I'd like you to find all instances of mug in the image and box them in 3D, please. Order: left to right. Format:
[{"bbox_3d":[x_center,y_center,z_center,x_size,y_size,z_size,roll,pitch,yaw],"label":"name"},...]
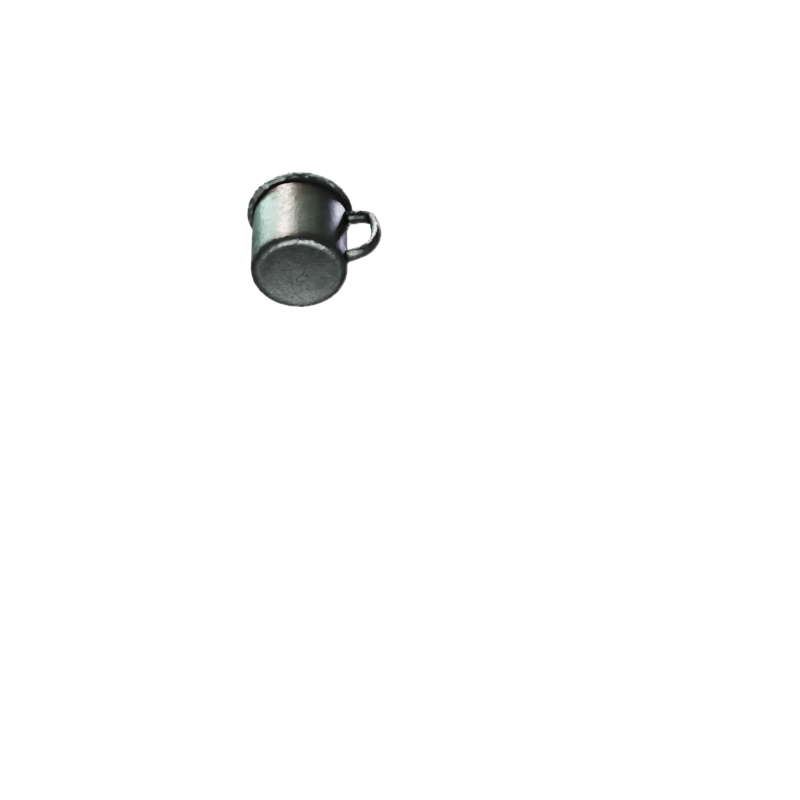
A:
[{"bbox_3d":[-0.074,-0.136,0.949,0.118,0.087,0.086,-5,-45,4],"label":"mug"}]
